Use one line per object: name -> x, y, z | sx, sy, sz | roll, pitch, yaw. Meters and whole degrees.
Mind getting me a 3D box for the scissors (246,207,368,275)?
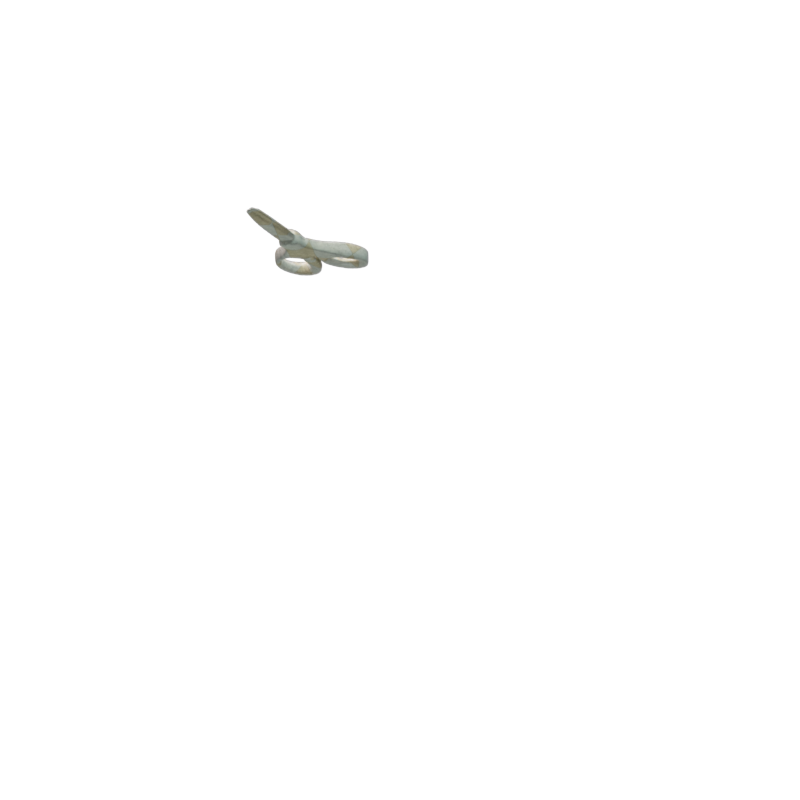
scissors -> -0.076, -0.139, 0.972 | 0.096, 0.016, 0.196 | 0, -7, -1
